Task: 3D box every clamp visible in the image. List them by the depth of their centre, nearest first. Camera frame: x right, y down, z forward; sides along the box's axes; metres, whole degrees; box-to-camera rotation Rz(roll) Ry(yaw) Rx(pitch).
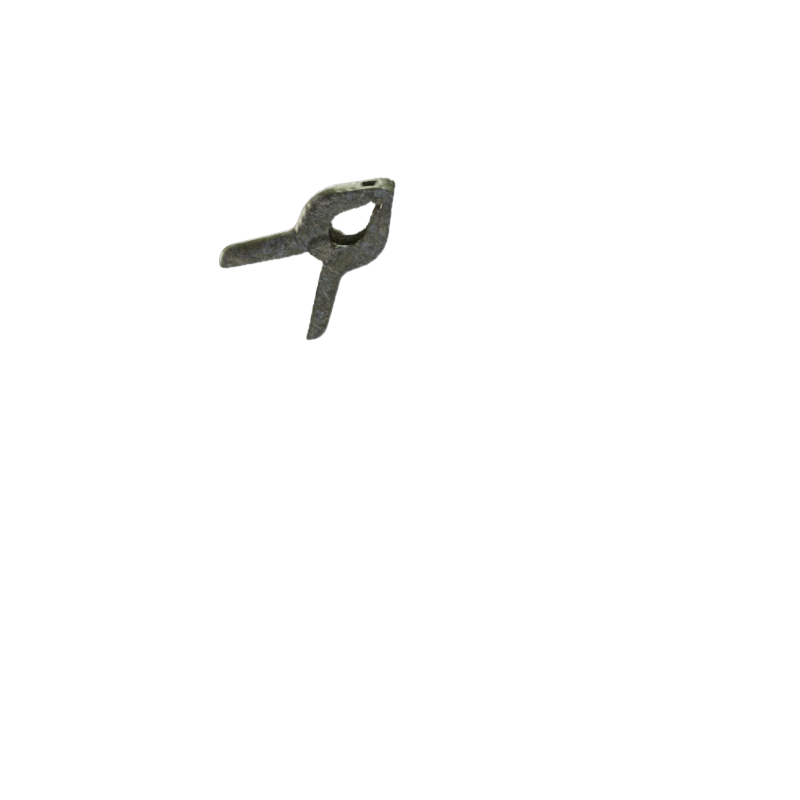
[{"bbox_3d":[-0.077,-0.140,0.977,0.116,0.167,0.042,31,26,-18],"label":"clamp"}]
